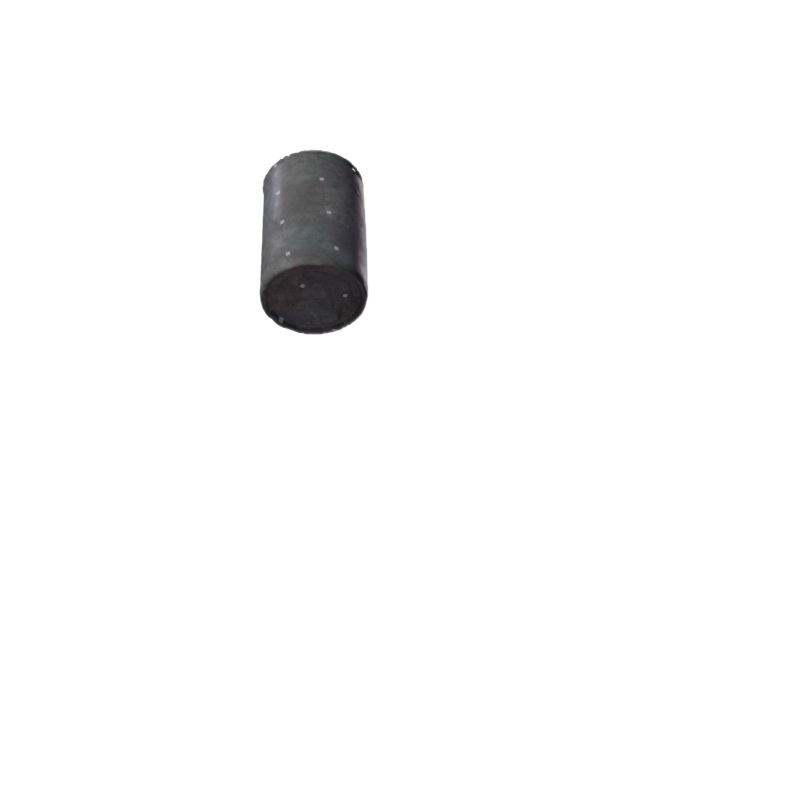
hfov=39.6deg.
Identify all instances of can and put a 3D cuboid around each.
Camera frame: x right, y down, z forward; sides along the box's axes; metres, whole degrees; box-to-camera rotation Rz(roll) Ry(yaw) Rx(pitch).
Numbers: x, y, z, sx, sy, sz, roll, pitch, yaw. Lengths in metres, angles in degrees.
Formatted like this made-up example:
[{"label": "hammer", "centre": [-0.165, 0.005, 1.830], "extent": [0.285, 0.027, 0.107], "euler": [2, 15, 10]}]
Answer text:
[{"label": "can", "centre": [-0.055, -0.101, 0.708], "extent": [0.068, 0.110, 0.064], "euler": [-1, -41, -3]}]
